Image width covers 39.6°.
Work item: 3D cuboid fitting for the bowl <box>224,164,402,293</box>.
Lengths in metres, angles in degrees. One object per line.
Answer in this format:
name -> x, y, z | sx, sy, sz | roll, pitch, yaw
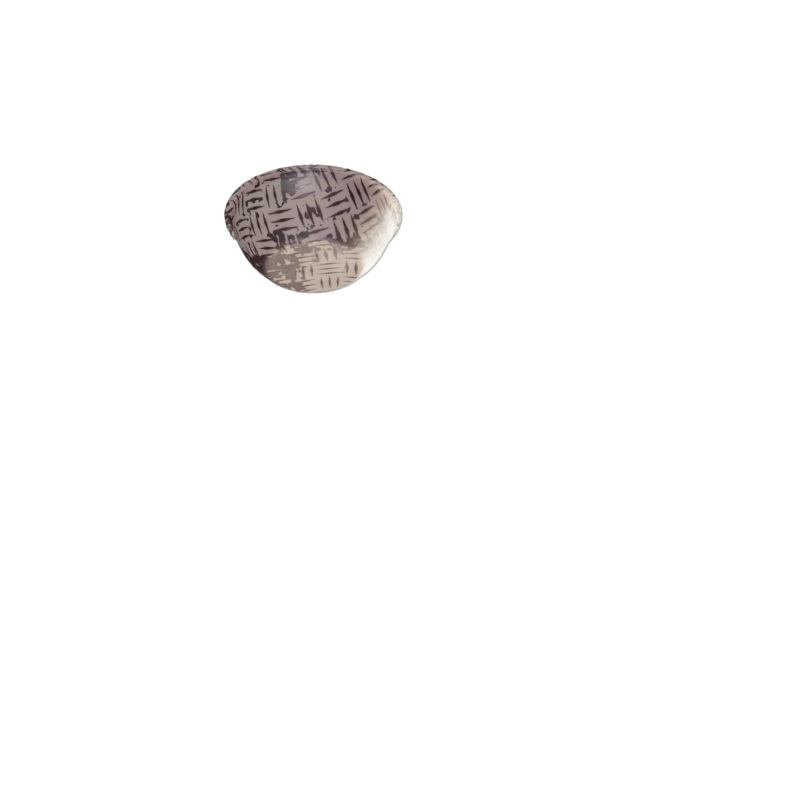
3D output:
bowl -> -0.077, -0.141, 0.989 | 0.162, 0.059, 0.152 | 1, -28, -2
